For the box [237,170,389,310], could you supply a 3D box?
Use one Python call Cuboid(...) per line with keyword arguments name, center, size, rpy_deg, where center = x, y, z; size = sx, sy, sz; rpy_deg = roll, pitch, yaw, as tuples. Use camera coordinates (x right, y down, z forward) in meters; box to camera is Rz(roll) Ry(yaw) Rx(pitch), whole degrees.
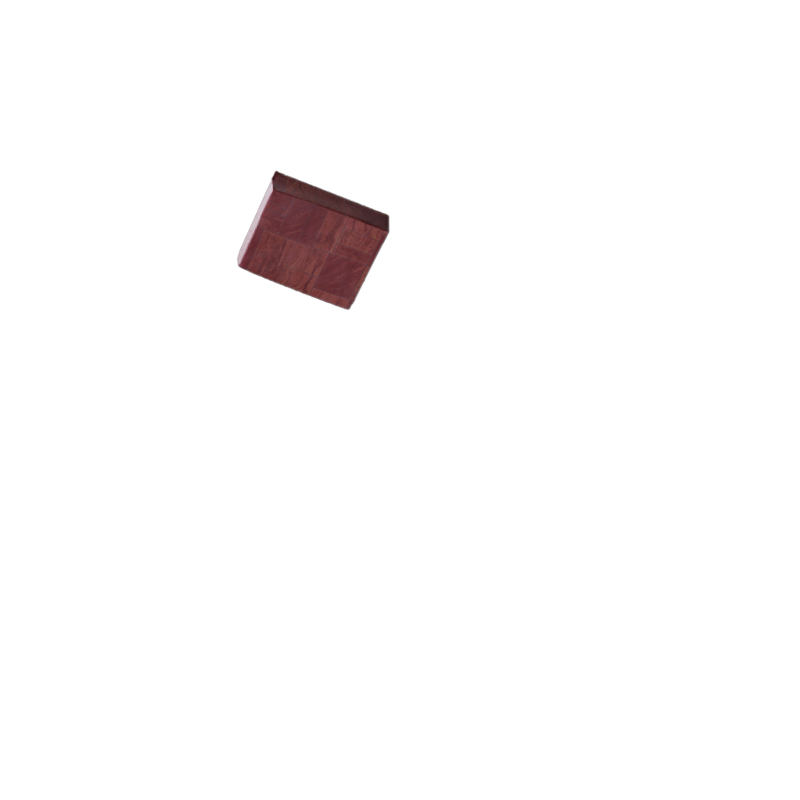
Cuboid(name="box", center=(-0.077, -0.140, 0.983), size=(0.111, 0.086, 0.041), rpy_deg=(20, 29, -12))
